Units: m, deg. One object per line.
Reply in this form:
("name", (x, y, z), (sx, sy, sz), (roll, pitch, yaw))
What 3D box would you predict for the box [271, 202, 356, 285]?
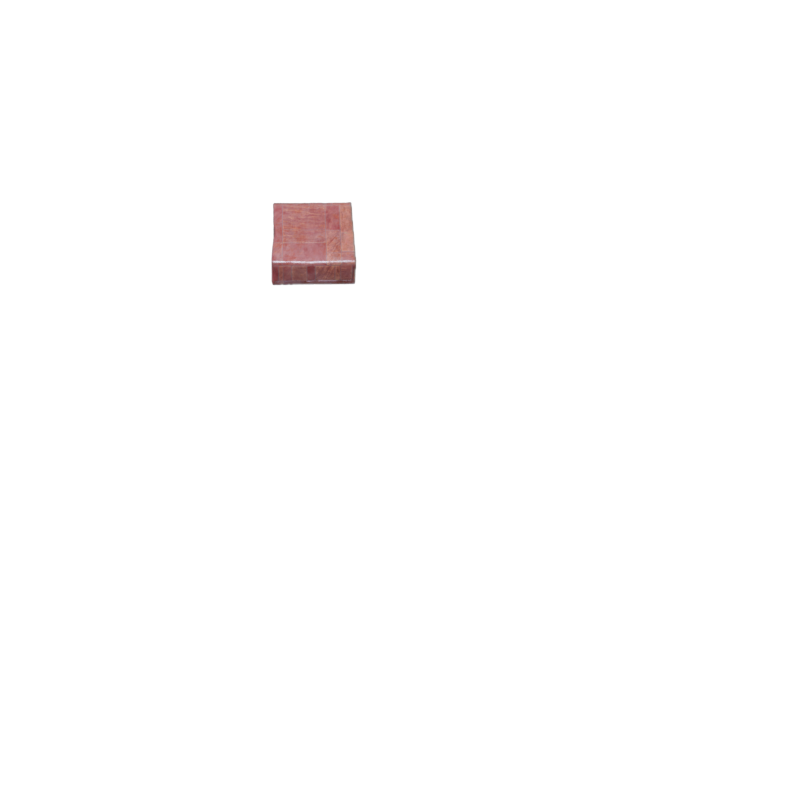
("box", (-0.077, -0.141, 0.988), (0.073, 0.028, 0.096), (-1, 43, -2))
